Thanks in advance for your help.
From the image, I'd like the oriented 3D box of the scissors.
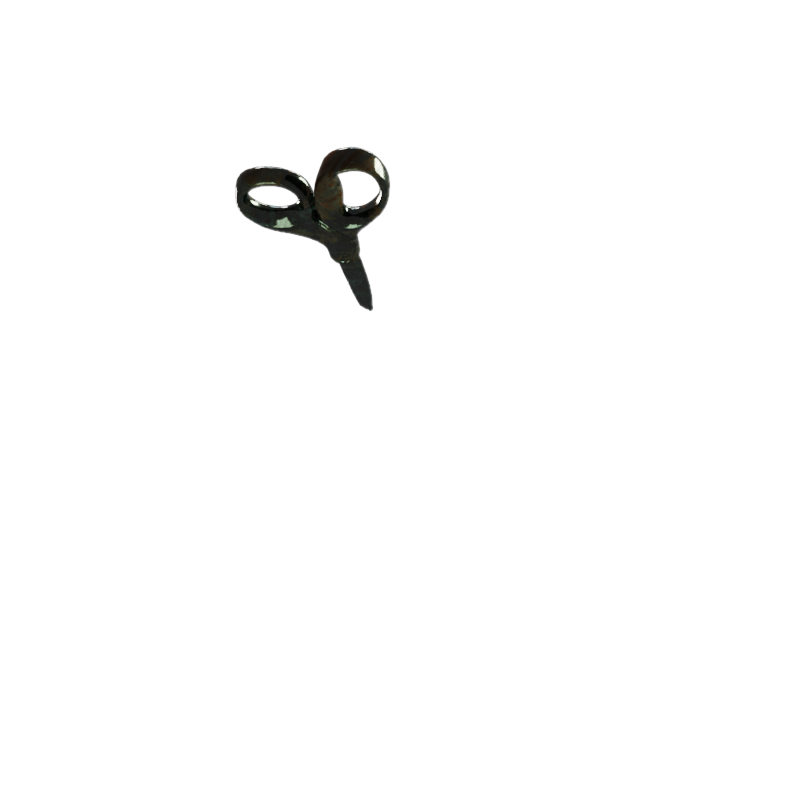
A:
[{"bbox_3d":[-0.053,-0.097,0.679,0.095,0.017,0.193,3,-21,-7],"label":"scissors"}]
